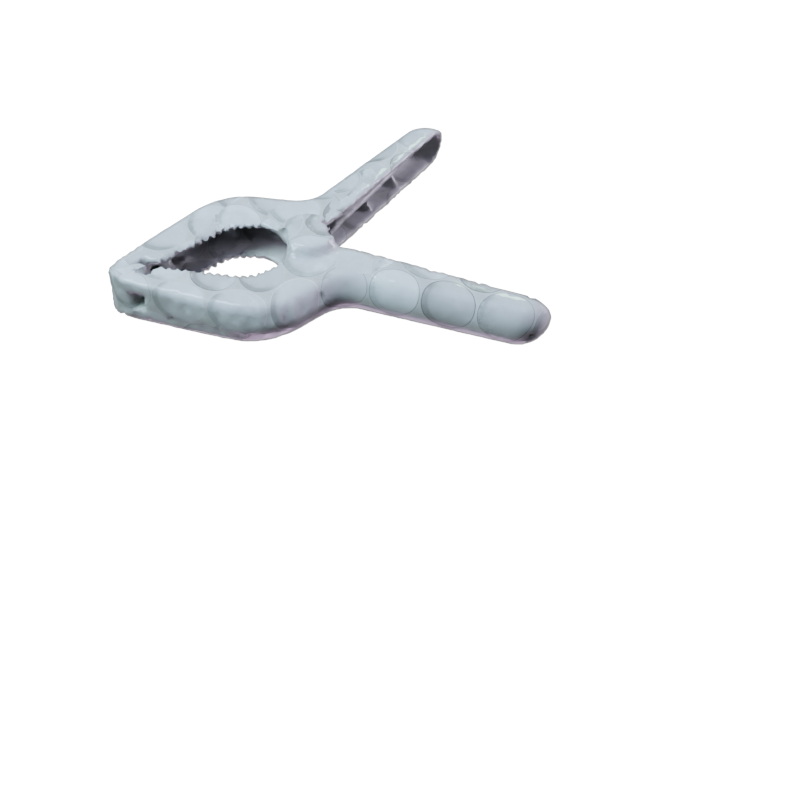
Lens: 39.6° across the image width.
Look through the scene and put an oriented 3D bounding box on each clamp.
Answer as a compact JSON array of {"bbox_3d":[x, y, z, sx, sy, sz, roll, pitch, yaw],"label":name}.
[{"bbox_3d":[-0.045,-0.083,0.580,0.208,0.034,0.178,-7,45,-7],"label":"clamp"}]
